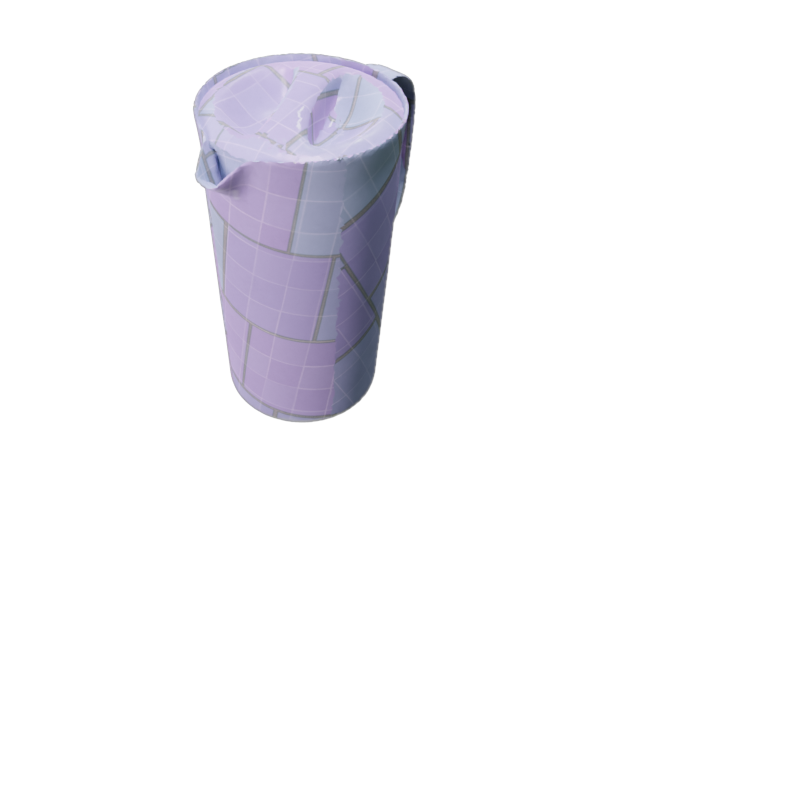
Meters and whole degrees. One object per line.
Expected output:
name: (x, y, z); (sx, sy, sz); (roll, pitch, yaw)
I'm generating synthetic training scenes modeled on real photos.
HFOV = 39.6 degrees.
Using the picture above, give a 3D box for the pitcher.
pitcher: (-0.060, -0.109, 0.761); (0.148, 0.227, 0.156); (-2, 42, -5)
